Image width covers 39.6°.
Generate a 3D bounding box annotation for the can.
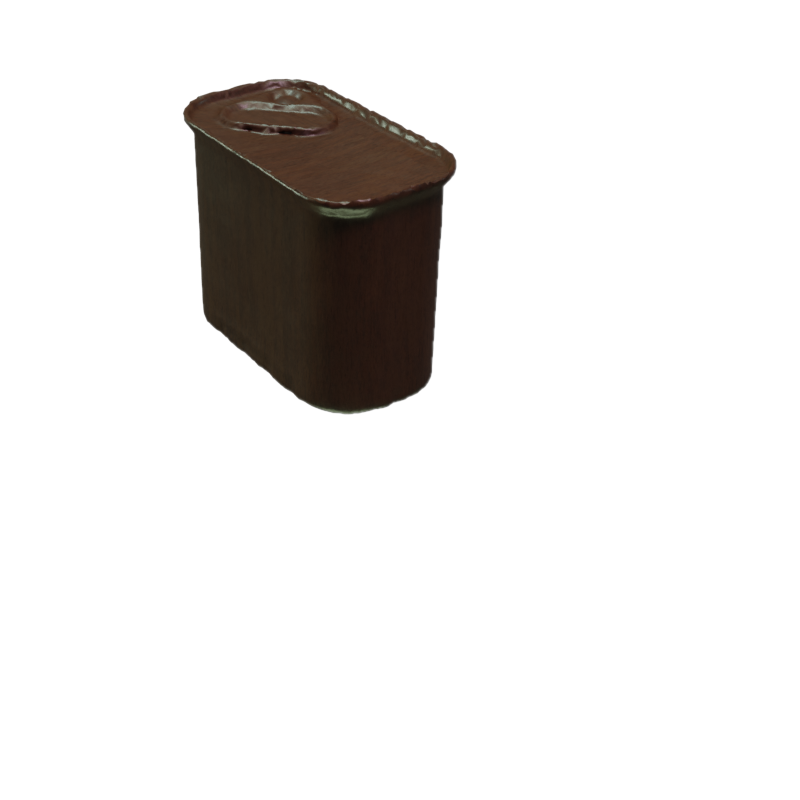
[{"bbox_3d":[-0.030,-0.055,0.387,0.057,0.079,0.110,-21,40,-31],"label":"can"}]
